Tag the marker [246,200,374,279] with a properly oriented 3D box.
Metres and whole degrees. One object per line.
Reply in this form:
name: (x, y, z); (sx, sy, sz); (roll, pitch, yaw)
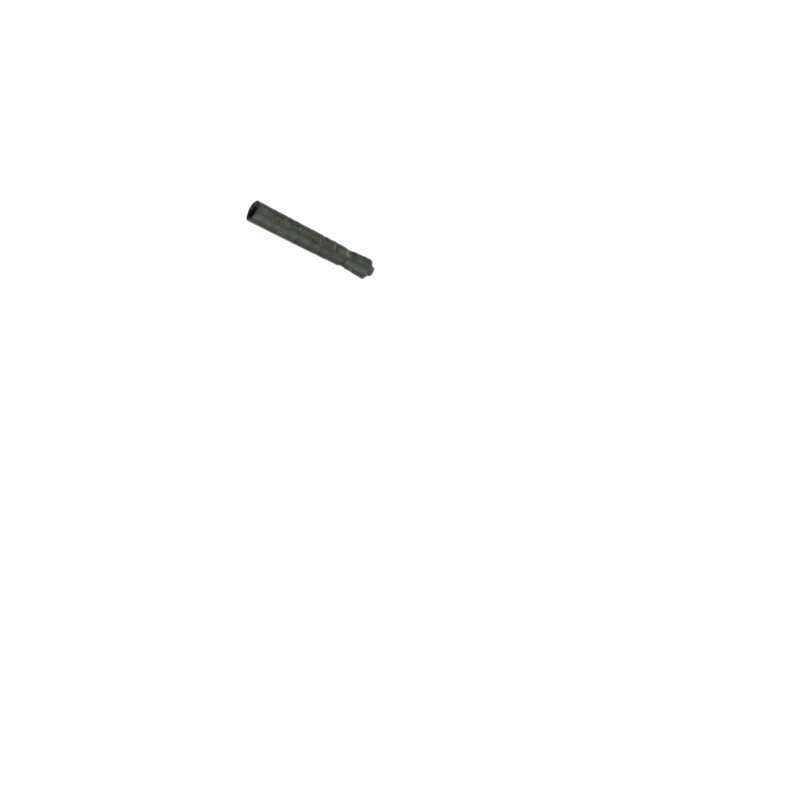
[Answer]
marker: (-0.072, -0.132, 0.922); (0.115, 0.020, 0.020); (25, -8, -24)
